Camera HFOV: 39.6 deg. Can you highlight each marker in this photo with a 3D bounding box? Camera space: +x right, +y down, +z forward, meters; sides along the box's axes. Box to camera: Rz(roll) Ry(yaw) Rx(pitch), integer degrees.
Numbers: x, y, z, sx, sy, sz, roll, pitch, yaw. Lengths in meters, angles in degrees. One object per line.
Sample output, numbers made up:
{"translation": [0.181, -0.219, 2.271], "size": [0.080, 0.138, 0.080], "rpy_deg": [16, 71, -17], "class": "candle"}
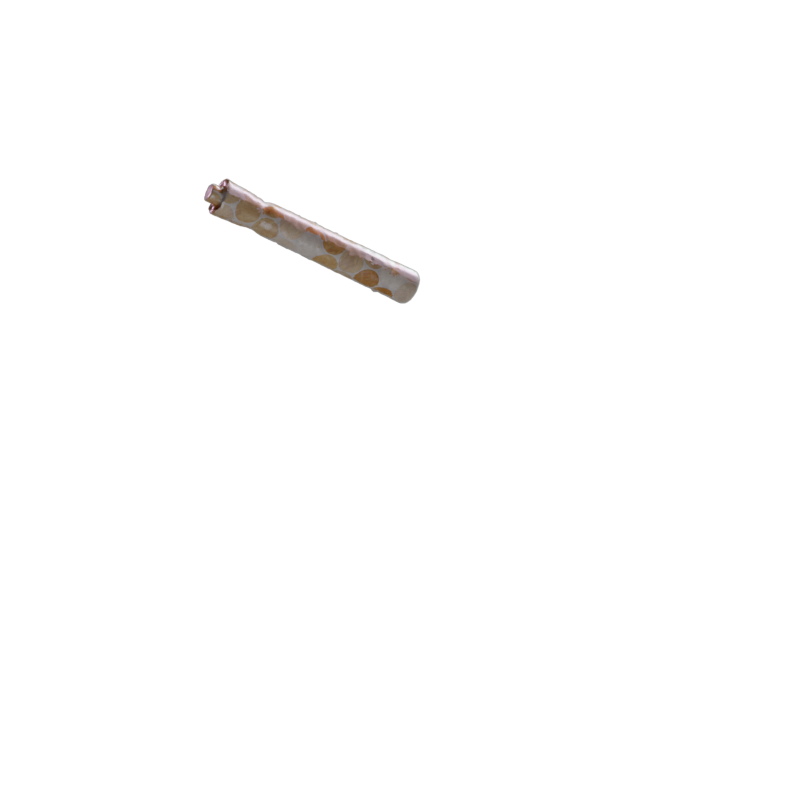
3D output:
{"translation": [-0.043, -0.078, 0.549], "size": [0.115, 0.020, 0.020], "rpy_deg": [23, -7, -25], "class": "marker"}
